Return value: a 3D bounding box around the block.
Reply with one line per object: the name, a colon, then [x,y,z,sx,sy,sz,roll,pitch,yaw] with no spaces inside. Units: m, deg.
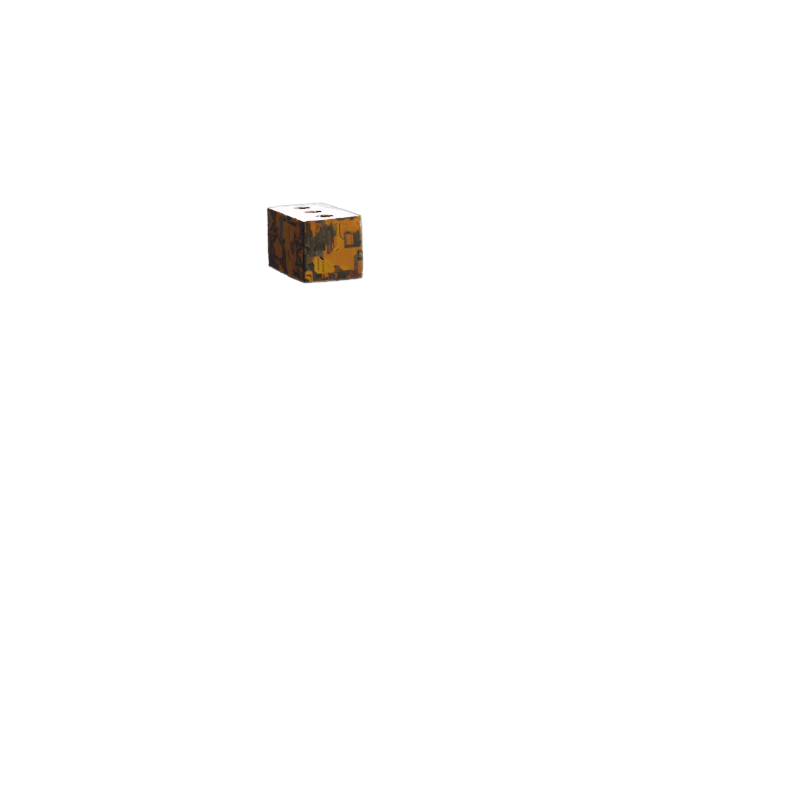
block: [-0.070,-0.128,0.899,0.051,0.050,0.082,-7,18,-27]
